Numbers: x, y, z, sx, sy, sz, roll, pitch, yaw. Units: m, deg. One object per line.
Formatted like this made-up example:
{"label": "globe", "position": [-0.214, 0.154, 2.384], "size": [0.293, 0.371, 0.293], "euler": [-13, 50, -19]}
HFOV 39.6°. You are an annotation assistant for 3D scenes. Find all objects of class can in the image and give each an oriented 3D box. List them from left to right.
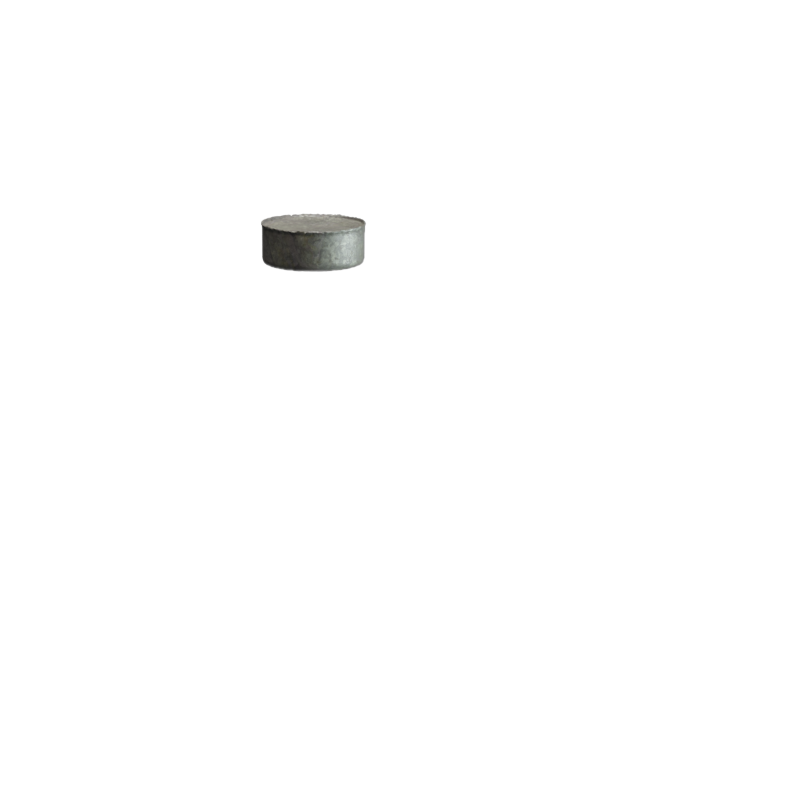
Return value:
{"label": "can", "position": [-0.071, -0.130, 0.909], "size": [0.086, 0.032, 0.089], "euler": [-1, 18, -2]}
